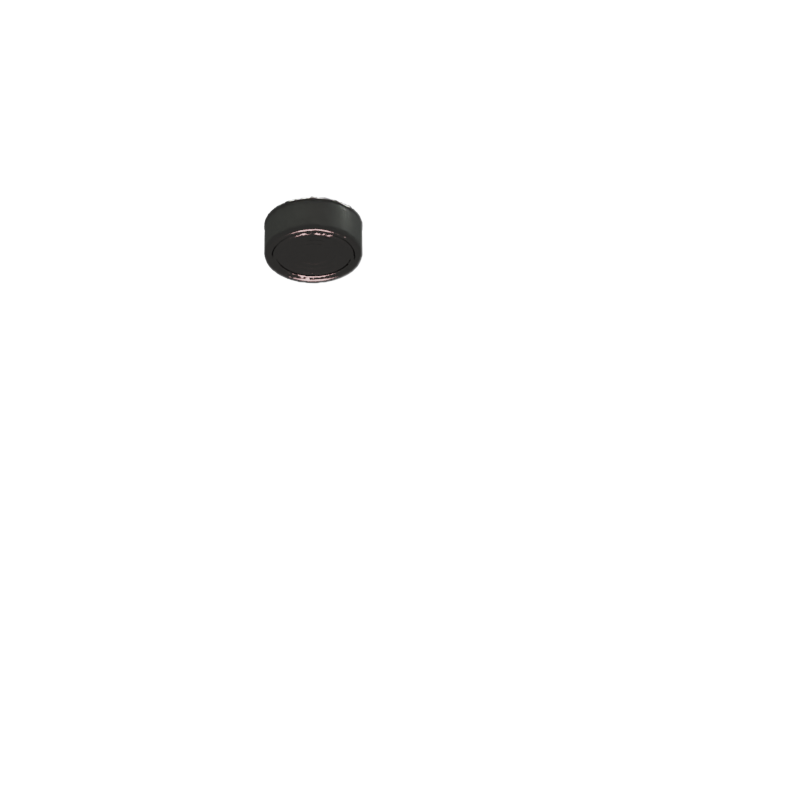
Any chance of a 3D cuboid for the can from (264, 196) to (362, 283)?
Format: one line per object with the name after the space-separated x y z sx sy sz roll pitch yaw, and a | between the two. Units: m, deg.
-0.075 -0.136 0.954 0.086 0.036 0.081 1 -29 -2 | can
